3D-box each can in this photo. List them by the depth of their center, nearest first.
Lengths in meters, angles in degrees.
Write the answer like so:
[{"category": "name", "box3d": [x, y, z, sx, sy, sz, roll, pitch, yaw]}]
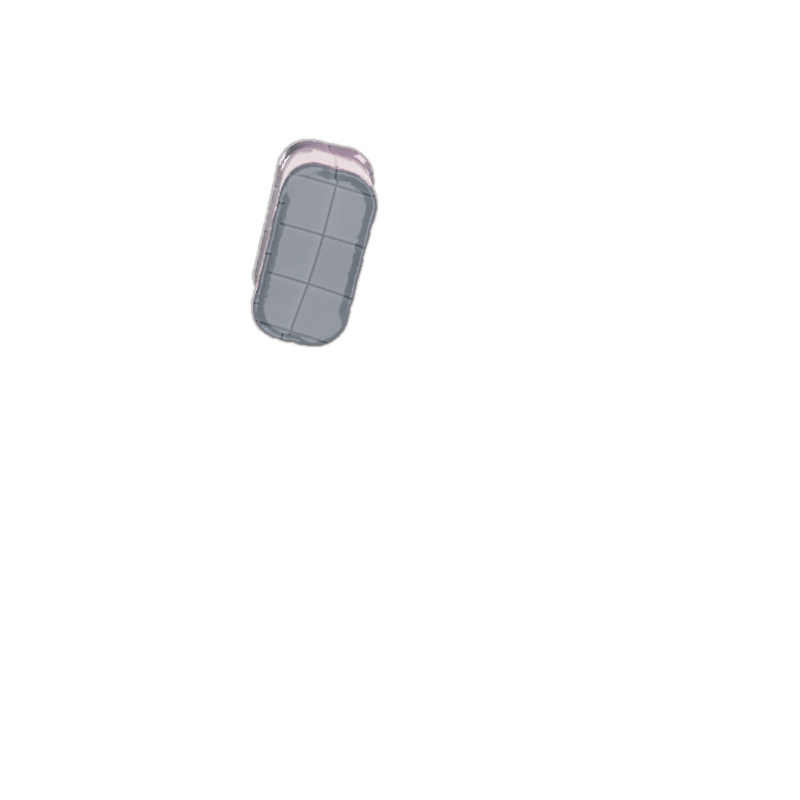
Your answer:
[{"category": "can", "box3d": [-0.048, -0.088, 0.613, 0.057, 0.099, 0.087, 13, 14, -7]}]
